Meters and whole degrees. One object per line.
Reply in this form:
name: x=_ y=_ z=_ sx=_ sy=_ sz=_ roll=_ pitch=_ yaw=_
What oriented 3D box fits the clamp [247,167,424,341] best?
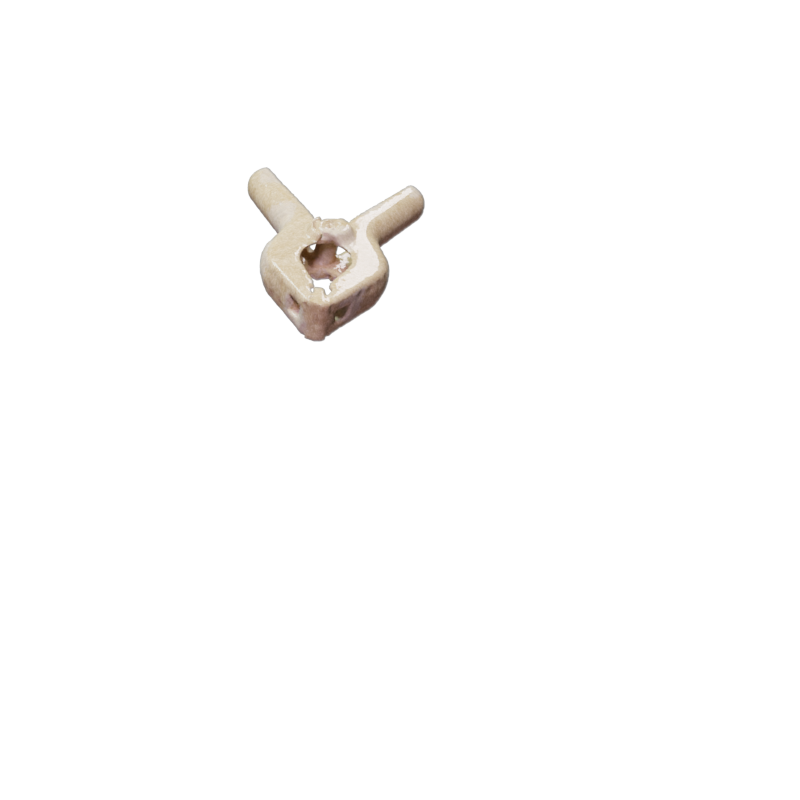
clamp: x=-0.055 y=-0.100 z=0.703 sx=0.122 sy=0.037 sz=0.179 roll=6 pitch=34 yaw=9
